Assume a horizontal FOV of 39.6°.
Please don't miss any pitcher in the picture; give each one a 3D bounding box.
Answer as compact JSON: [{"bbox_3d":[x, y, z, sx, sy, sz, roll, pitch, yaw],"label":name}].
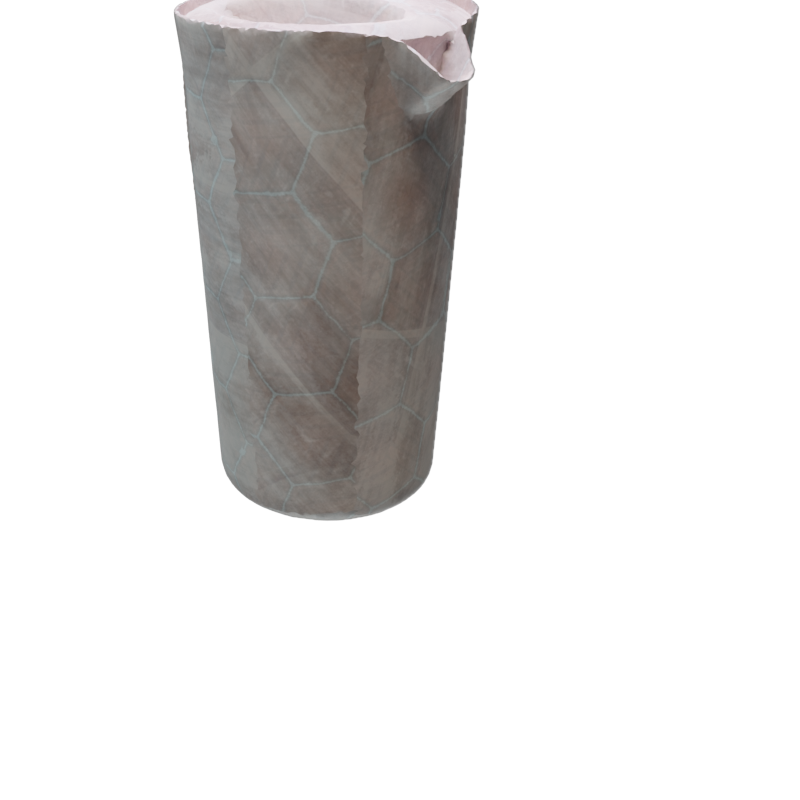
[{"bbox_3d":[-0.042,-0.076,0.534,0.145,0.231,0.156,2,24,2],"label":"pitcher"}]
